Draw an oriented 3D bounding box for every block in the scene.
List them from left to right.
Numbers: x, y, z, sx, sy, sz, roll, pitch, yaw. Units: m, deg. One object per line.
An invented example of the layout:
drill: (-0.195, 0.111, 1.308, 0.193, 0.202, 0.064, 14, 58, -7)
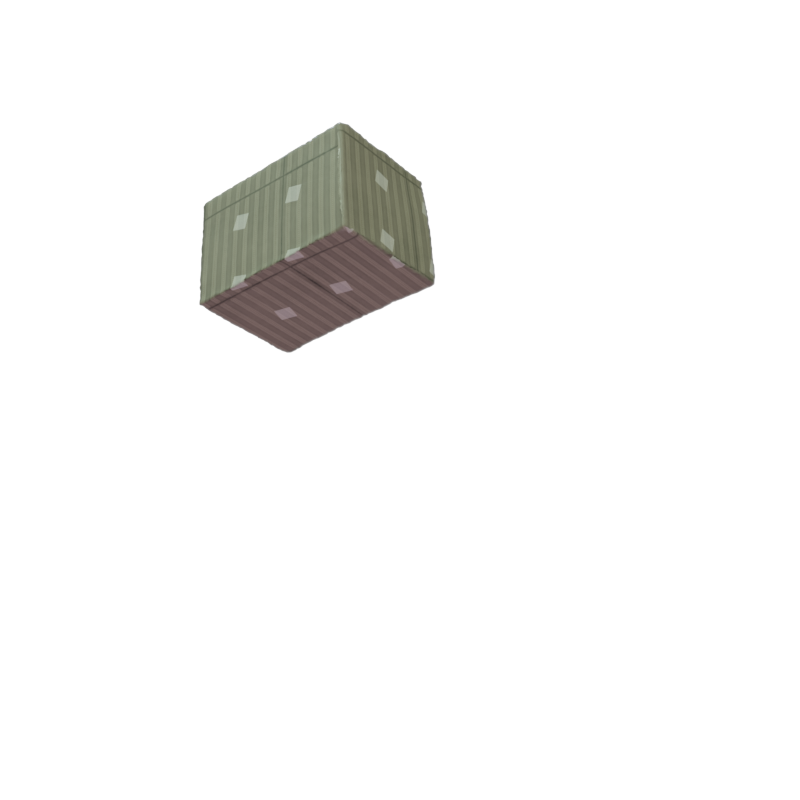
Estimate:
block: (-0.034, -0.062, 0.434, 0.078, 0.055, 0.049, -23, -38, 32)
